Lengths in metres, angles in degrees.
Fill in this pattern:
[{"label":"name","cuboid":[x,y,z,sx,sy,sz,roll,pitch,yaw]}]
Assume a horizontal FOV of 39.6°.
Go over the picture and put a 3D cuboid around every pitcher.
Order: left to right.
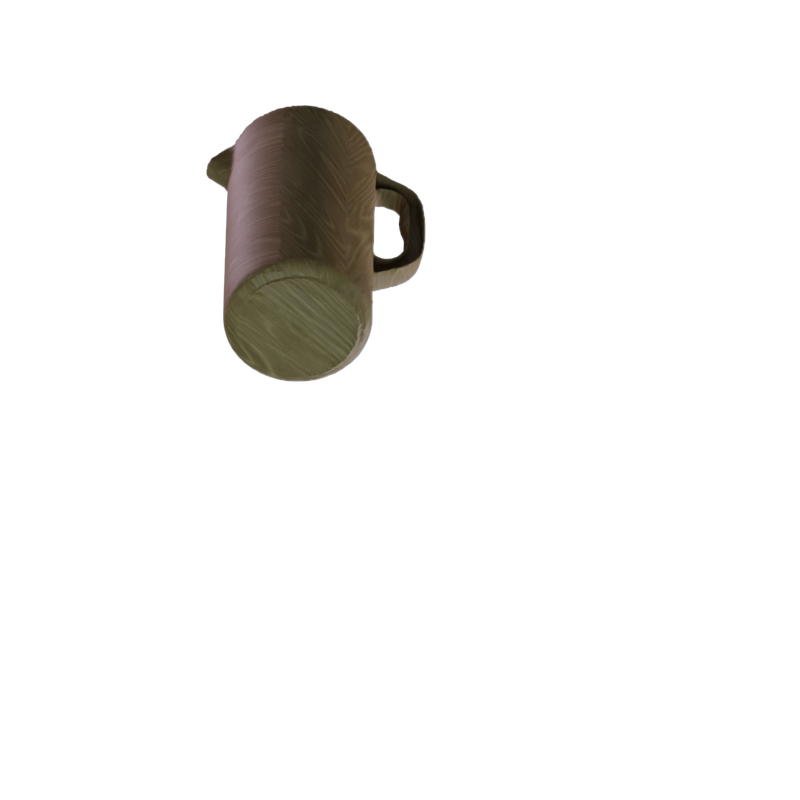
[{"label":"pitcher","cuboid":[-0.070,-0.127,0.890,0.149,0.135,0.260,-28,33,17]}]
